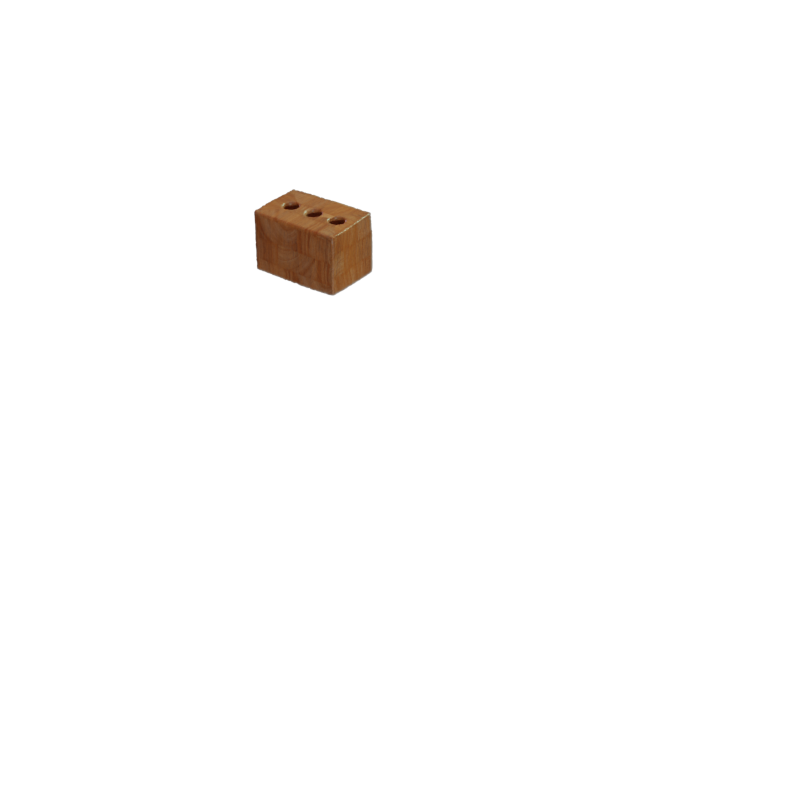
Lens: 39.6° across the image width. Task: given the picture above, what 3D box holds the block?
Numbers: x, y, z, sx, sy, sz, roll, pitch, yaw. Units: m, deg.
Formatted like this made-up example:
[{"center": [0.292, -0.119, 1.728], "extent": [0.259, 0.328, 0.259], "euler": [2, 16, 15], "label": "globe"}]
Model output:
[{"center": [-0.067, -0.122, 0.856], "extent": [0.082, 0.048, 0.053], "euler": [21, 36, 29], "label": "block"}]
